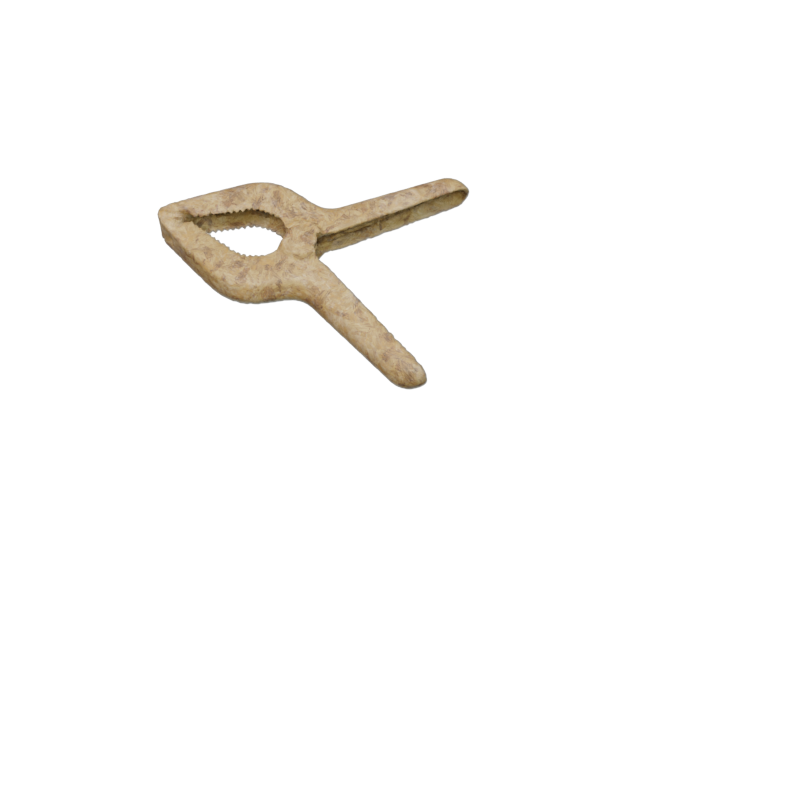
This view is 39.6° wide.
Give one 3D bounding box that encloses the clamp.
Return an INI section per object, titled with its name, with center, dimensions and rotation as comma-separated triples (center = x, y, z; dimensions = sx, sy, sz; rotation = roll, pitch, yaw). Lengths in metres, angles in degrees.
[clamp]
center = -0.059, -0.108, 0.755
dimensions = 0.215, 0.172, 0.034
rotation = 17, -32, 11
